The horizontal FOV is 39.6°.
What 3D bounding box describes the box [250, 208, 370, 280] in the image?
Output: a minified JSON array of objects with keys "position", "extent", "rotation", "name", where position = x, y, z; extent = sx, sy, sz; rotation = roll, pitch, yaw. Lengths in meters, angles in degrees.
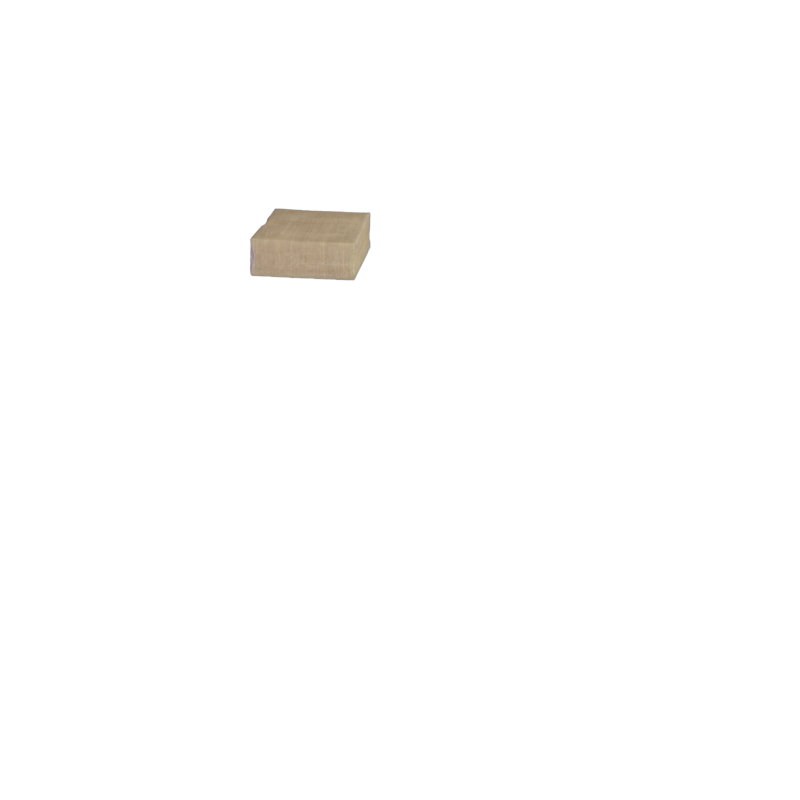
[{"position":[-0.062,-0.112,0.787],"extent":[0.074,0.029,0.092],"rotation":[3,23,7],"name":"box"}]
